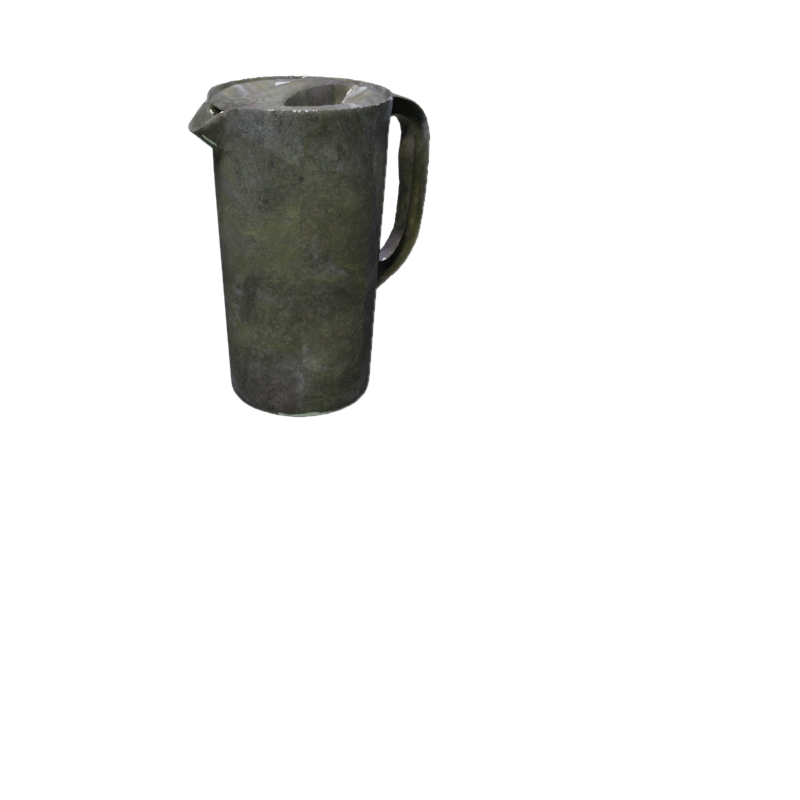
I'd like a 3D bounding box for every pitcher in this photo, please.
[{"bbox_3d":[-0.065,-0.119,0.831,0.153,0.232,0.148,7,22,13],"label":"pitcher"}]
